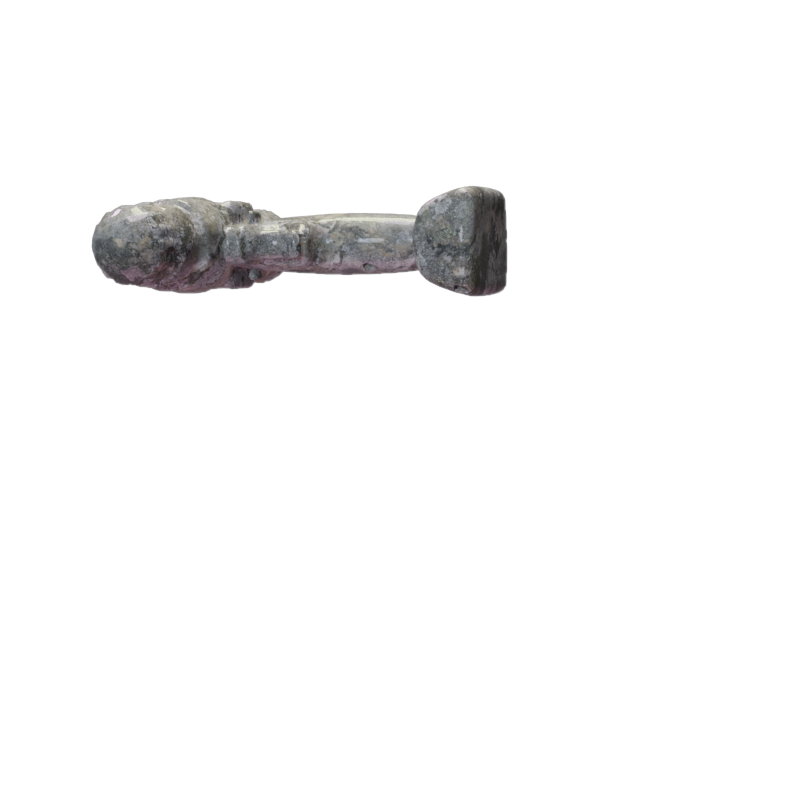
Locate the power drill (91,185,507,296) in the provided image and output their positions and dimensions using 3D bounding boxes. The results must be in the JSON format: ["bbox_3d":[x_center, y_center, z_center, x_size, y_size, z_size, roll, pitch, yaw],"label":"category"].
[{"bbox_3d":[-0.046,-0.084,0.585,0.193,0.057,0.182,3,9,19],"label":"power drill"}]
